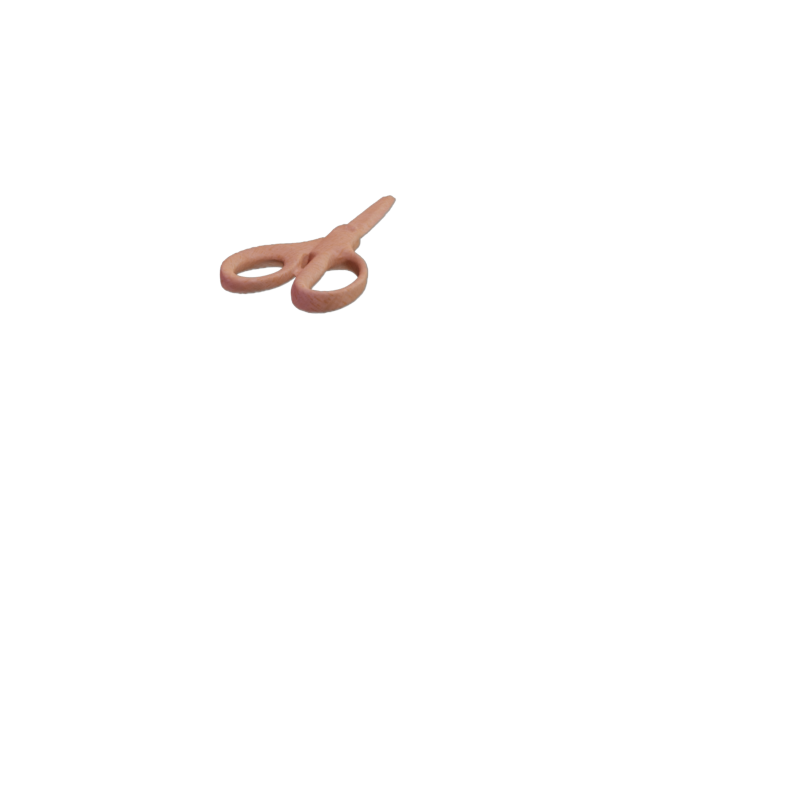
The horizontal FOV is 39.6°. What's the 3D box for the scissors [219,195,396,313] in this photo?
[{"bbox_3d":[-0.055,-0.100,0.704,0.097,0.015,0.211,1,26,3],"label":"scissors"}]
